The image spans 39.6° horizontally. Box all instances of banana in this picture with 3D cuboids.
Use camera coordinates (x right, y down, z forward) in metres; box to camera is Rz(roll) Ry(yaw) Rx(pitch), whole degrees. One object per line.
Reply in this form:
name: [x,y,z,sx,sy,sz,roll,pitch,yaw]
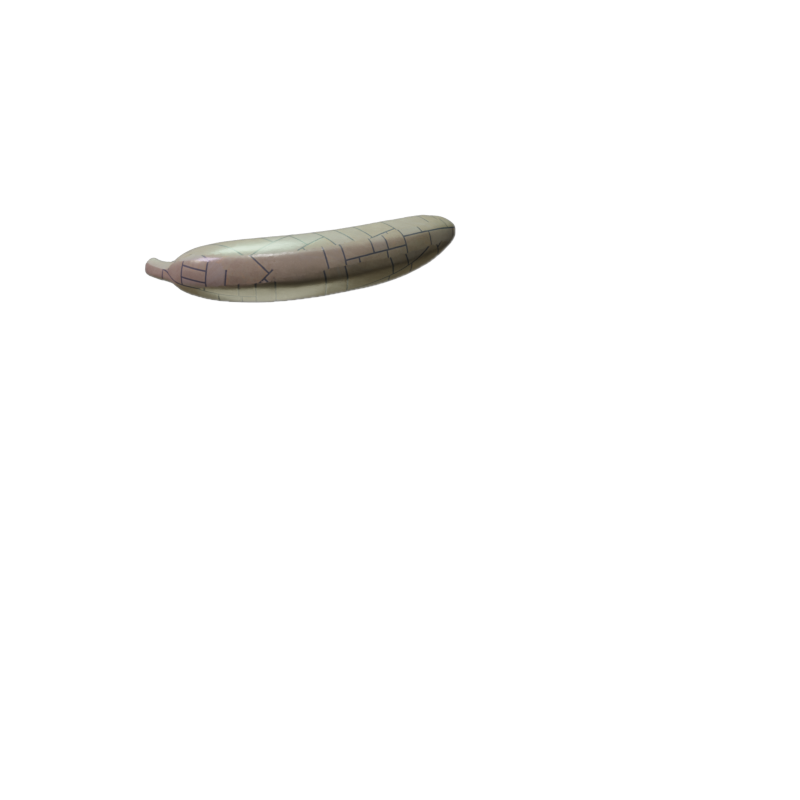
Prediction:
banana: [-0.051,-0.087,0.665,0.195,0.035,0.075,-8,30,-13]
